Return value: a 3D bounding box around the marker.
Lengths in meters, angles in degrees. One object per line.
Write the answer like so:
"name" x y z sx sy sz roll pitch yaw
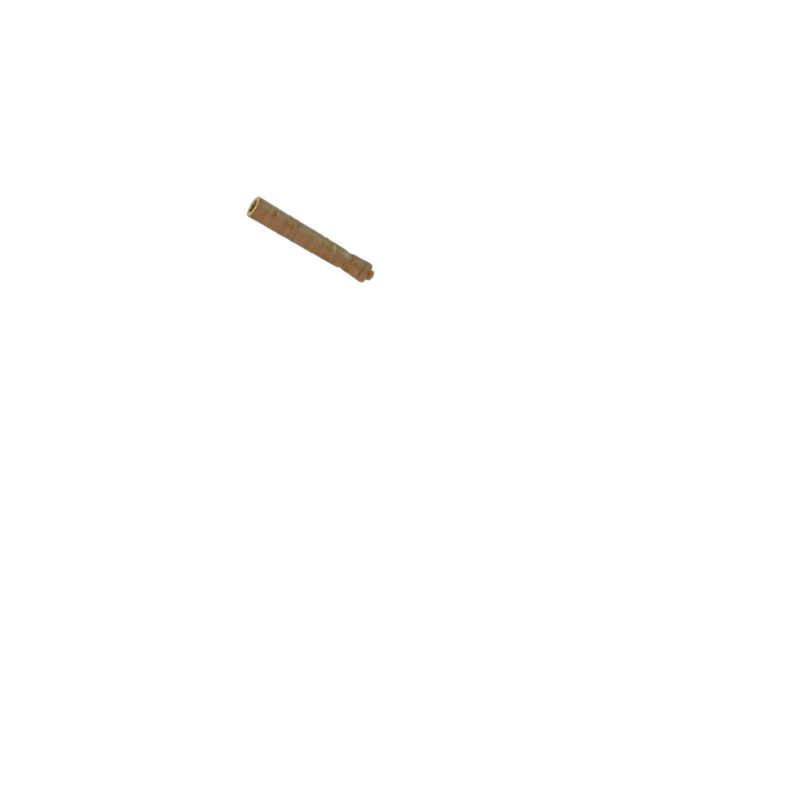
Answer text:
"marker" -0.072 -0.131 0.919 0.116 0.020 0.020 29 -8 -20
